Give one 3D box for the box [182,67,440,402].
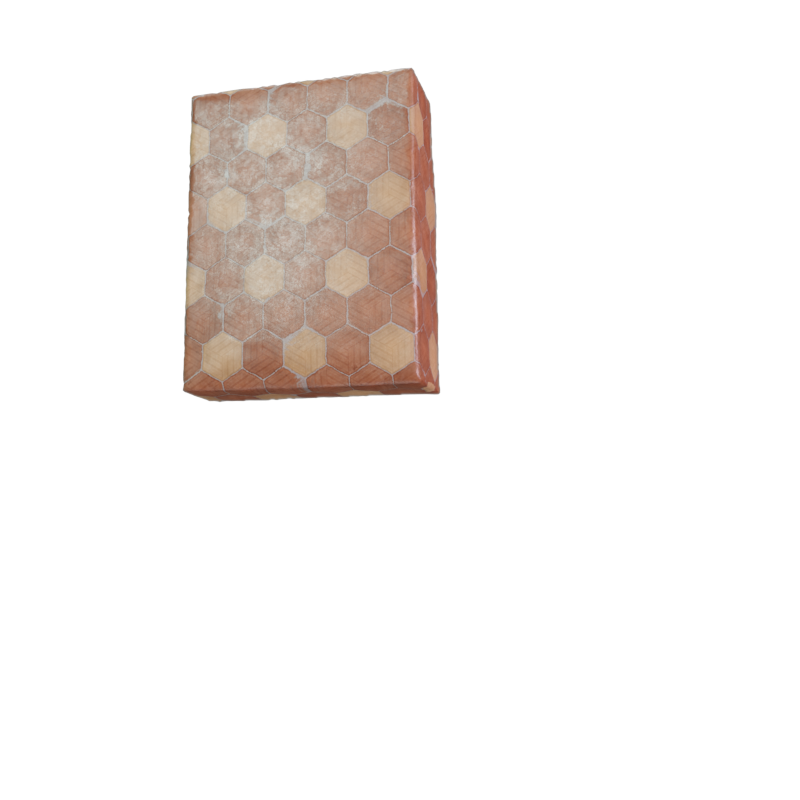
[{"bbox_3d":[-0.060,-0.109,0.765,0.167,0.222,0.068,-4,-15,15],"label":"box"}]
